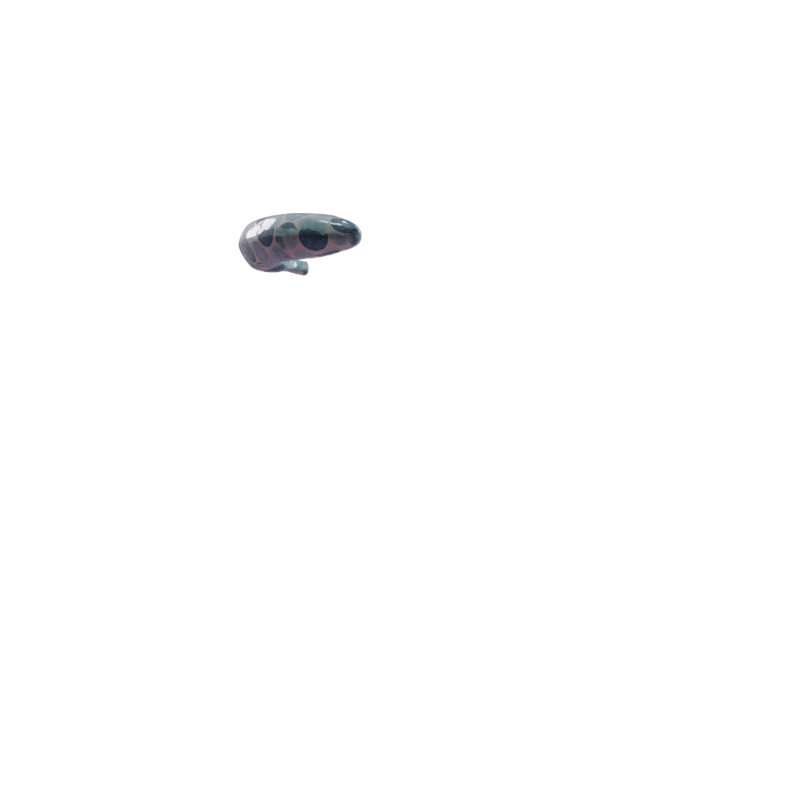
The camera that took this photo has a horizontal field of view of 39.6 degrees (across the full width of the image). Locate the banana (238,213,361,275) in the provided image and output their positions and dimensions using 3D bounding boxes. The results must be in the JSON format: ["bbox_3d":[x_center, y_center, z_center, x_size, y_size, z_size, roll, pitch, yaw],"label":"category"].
[{"bbox_3d":[-0.085,-0.120,0.843,0.068,0.037,0.200,0,2,-15],"label":"banana"}]
